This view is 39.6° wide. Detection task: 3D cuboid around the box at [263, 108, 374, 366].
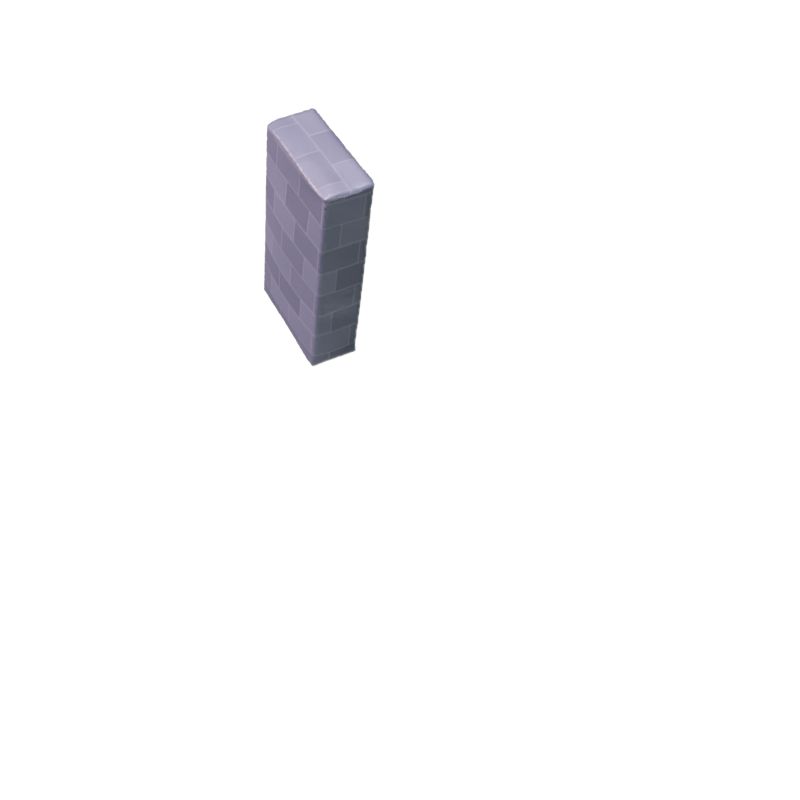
[{"bbox_3d":[-0.064,-0.117,0.819,0.048,0.101,0.164,-21,-36,-20],"label":"box"}]
